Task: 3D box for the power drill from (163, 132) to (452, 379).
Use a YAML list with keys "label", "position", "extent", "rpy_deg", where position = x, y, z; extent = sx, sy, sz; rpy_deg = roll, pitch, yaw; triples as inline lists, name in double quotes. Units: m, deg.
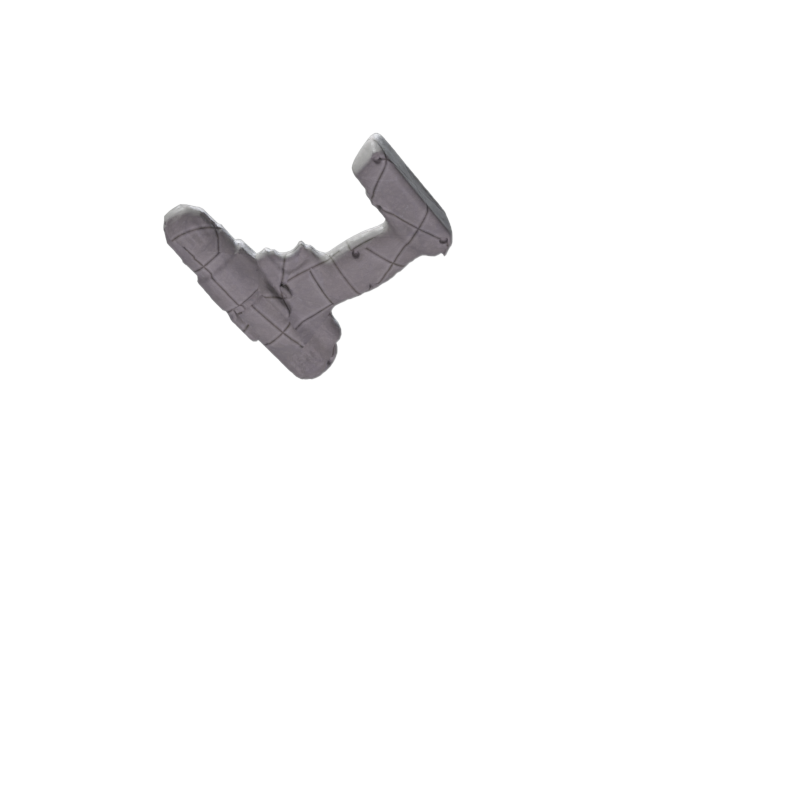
- label: "power drill"
  position: [-0.069, -0.125, 0.875]
  extent: [0.186, 0.175, 0.061]
  rpy_deg: [-36, 23, 17]
